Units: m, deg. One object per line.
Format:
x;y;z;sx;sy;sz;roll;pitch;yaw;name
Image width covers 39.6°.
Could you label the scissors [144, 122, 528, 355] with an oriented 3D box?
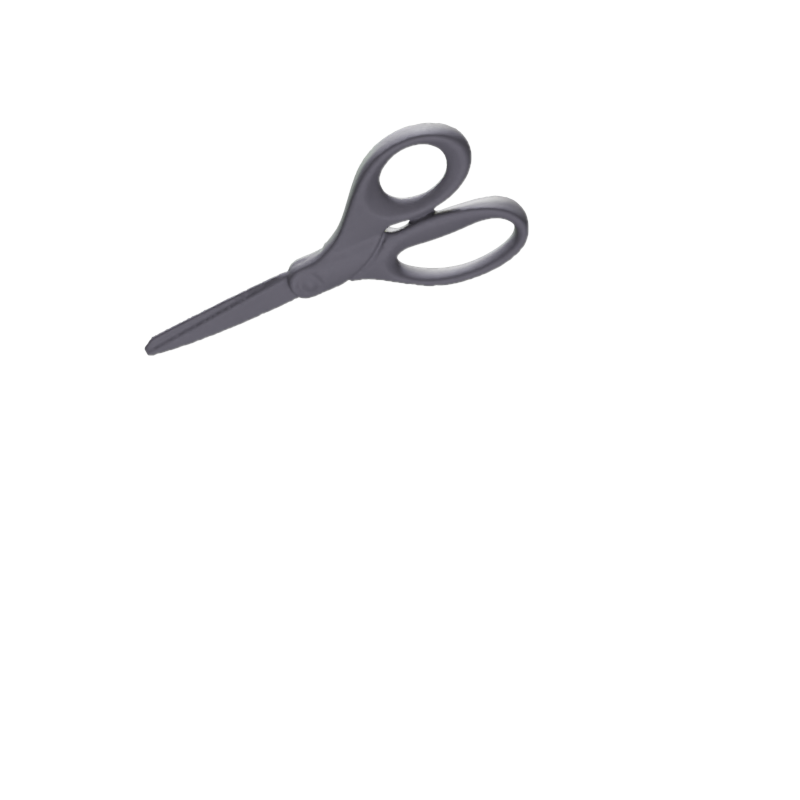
-0.041;-0.076;0.529;0.203;0.089;0.017;-11;37;8;scissors
